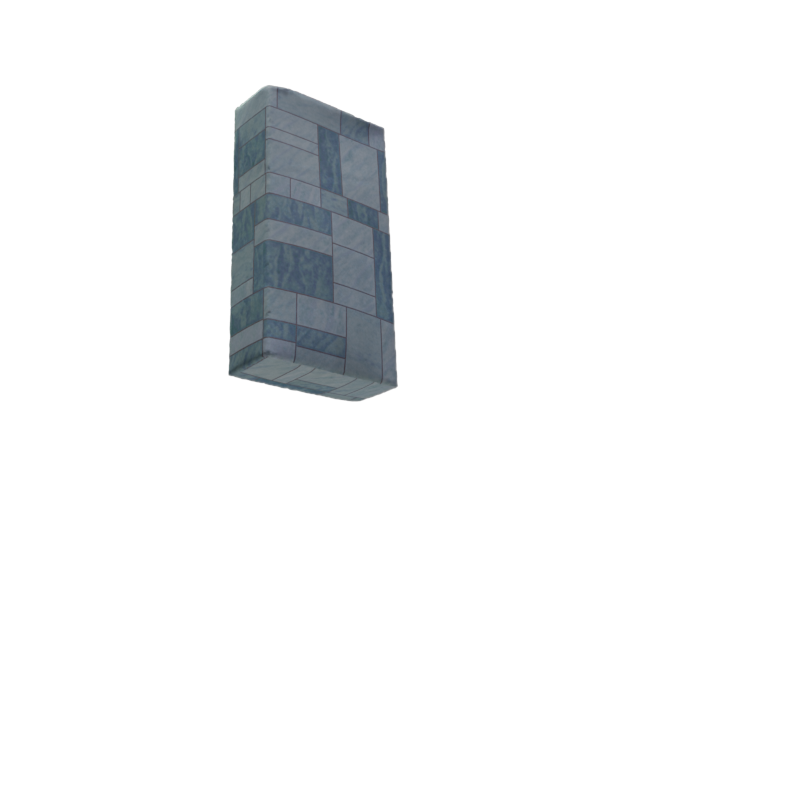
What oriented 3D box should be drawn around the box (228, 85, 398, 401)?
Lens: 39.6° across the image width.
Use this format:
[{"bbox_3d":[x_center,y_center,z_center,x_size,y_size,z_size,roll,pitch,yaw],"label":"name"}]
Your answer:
[{"bbox_3d":[-0.051,-0.093,0.654,0.088,0.186,0.048,15,-29,-35],"label":"box"}]
